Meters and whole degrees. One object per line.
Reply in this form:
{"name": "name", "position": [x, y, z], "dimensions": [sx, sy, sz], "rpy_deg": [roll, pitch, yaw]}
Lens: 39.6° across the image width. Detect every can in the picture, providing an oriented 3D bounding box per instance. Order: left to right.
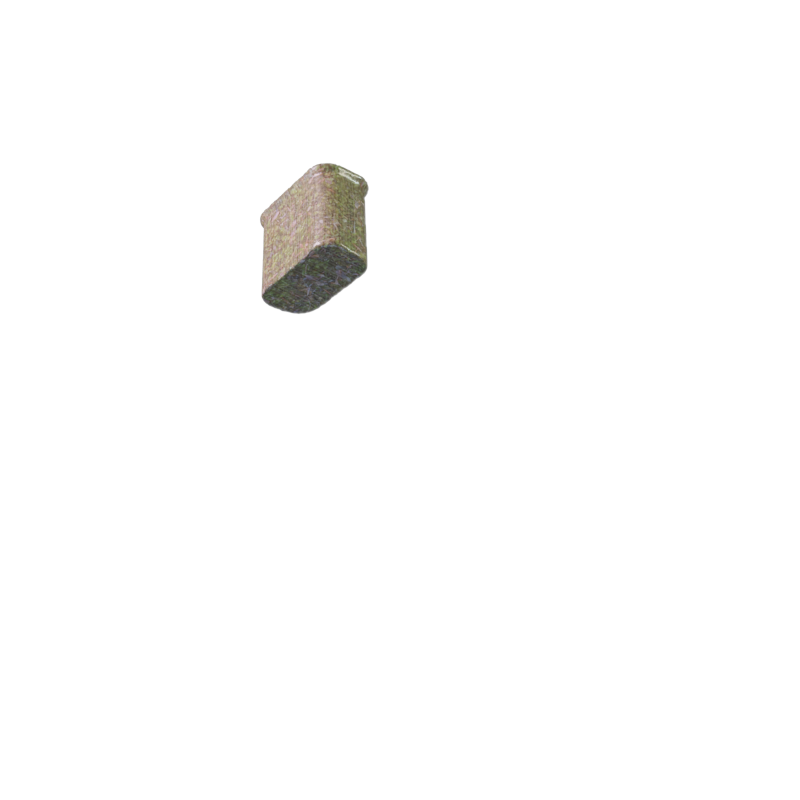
{"name": "can", "position": [-0.071, -0.129, 0.906], "dimensions": [0.054, 0.090, 0.101], "rpy_deg": [24, -42, -32]}
